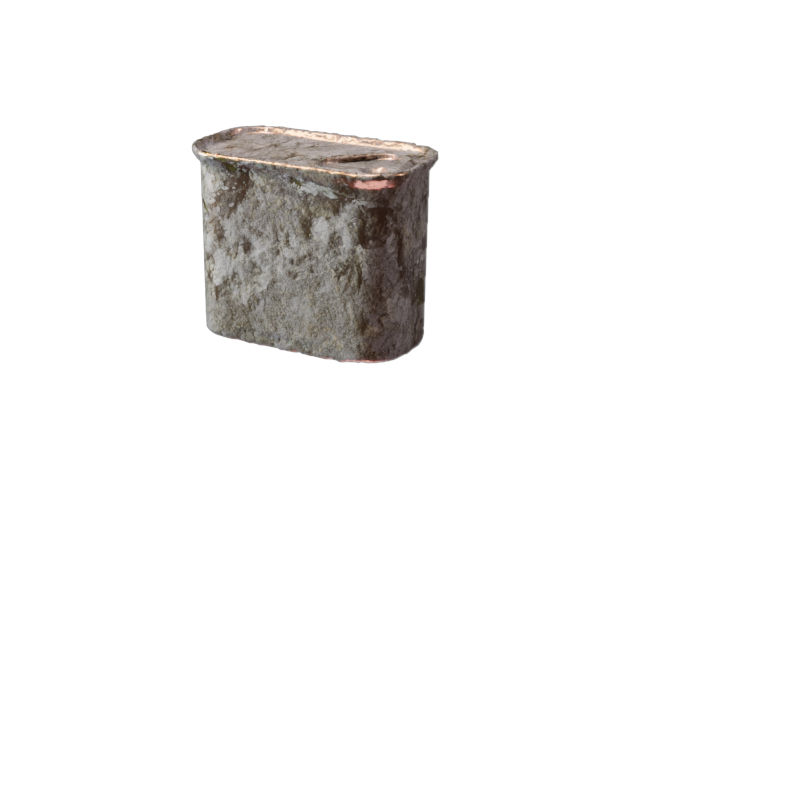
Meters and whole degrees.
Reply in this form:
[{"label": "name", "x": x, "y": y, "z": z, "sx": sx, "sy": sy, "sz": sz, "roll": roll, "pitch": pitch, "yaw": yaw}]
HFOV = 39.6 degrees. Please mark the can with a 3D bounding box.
[{"label": "can", "x": -0.037, "y": -0.068, "z": 0.476, "sx": 0.106, "sy": 0.080, "sz": 0.058, "roll": 12, "pitch": 24, "yaw": 25}]
